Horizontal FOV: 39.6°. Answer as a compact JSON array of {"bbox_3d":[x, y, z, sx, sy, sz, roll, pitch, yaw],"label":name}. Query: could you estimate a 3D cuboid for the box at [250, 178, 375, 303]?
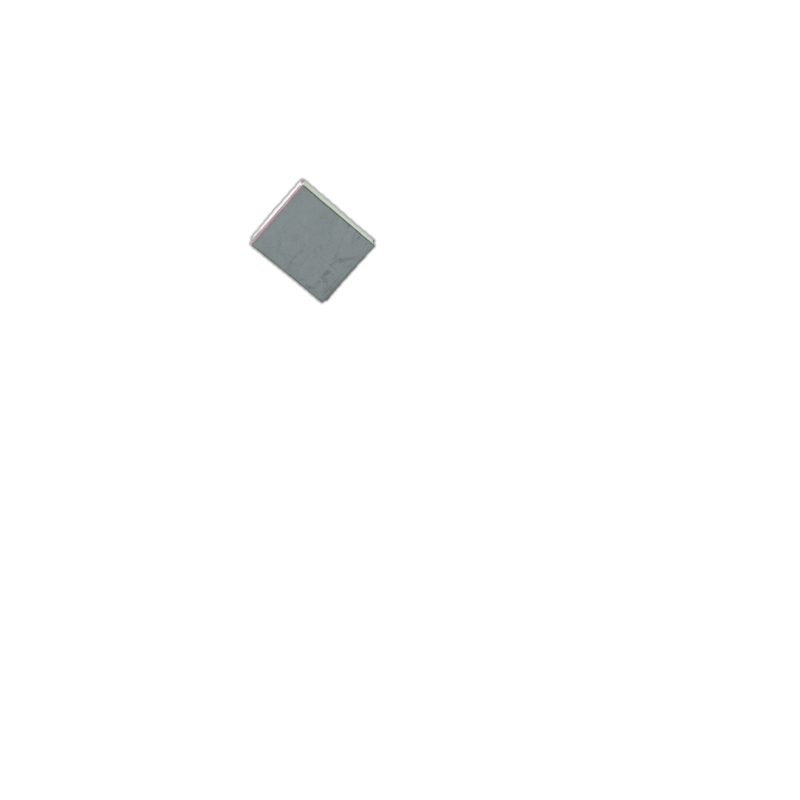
[{"bbox_3d":[-0.078,-0.142,0.999,0.087,0.072,0.031,39,12,-11],"label":"box"}]
